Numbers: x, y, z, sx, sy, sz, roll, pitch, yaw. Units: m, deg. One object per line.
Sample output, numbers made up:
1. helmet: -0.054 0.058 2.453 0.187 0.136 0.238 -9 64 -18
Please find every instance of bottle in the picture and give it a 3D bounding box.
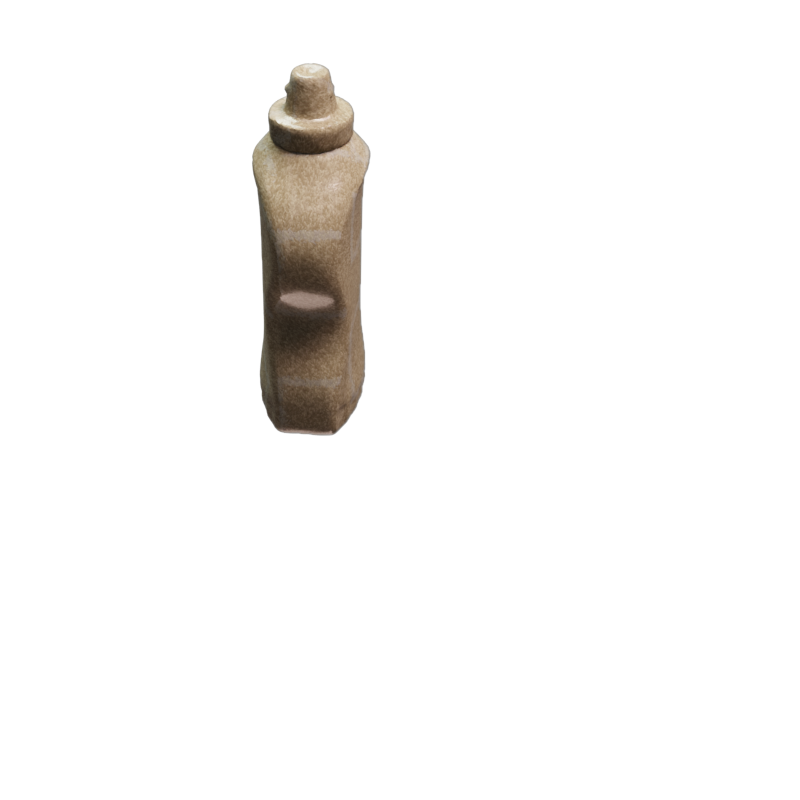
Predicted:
1. bottle: -0.045 -0.081 0.568 0.059 0.179 0.102 4 37 2
